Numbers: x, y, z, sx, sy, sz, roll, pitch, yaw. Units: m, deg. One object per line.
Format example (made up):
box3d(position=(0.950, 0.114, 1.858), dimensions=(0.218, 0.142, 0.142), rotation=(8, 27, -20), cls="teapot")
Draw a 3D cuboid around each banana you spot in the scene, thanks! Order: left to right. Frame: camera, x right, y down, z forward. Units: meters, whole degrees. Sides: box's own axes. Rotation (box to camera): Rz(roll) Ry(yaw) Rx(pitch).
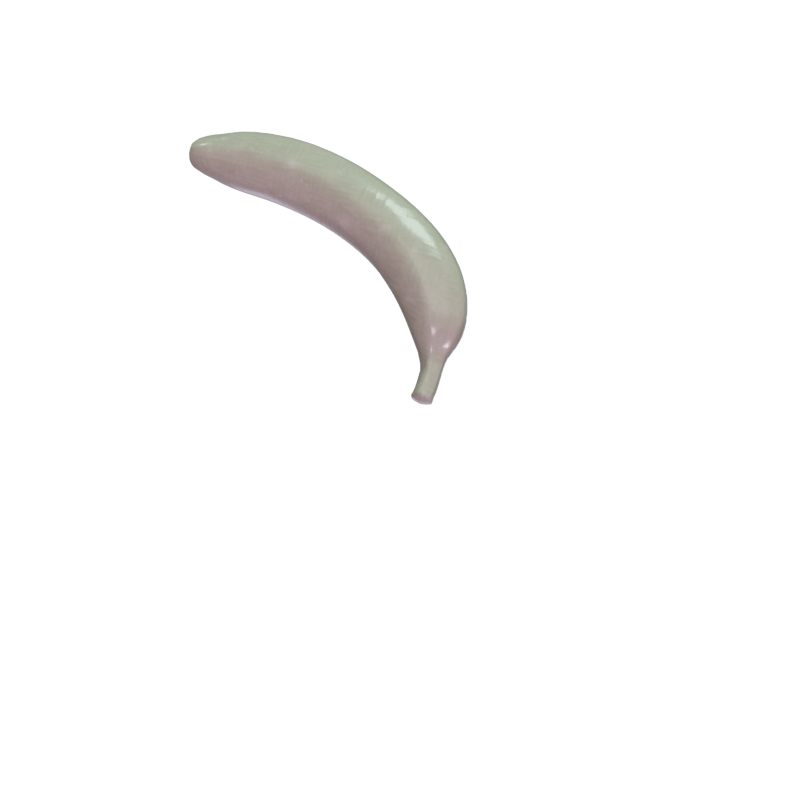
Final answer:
box3d(position=(-0.029, -0.090, 0.579), dimensions=(0.070, 0.210, 0.034), rotation=(-35, -26, -20), cls="banana")
